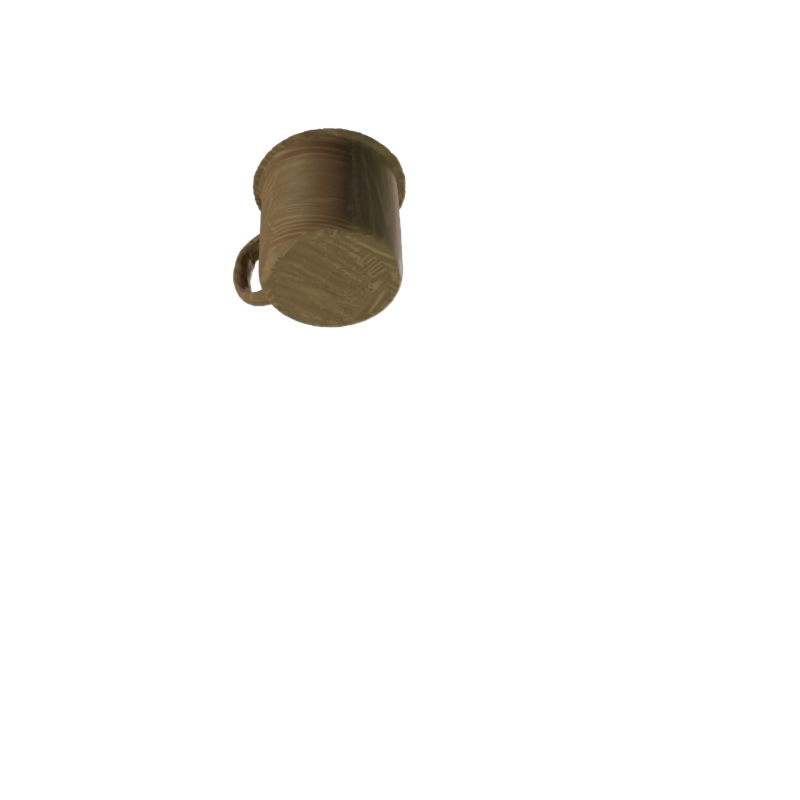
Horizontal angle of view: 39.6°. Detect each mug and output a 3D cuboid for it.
[{"bbox_3d":[-0.051,-0.093,0.650,0.117,0.087,0.086,-24,-47,23],"label":"mug"}]
